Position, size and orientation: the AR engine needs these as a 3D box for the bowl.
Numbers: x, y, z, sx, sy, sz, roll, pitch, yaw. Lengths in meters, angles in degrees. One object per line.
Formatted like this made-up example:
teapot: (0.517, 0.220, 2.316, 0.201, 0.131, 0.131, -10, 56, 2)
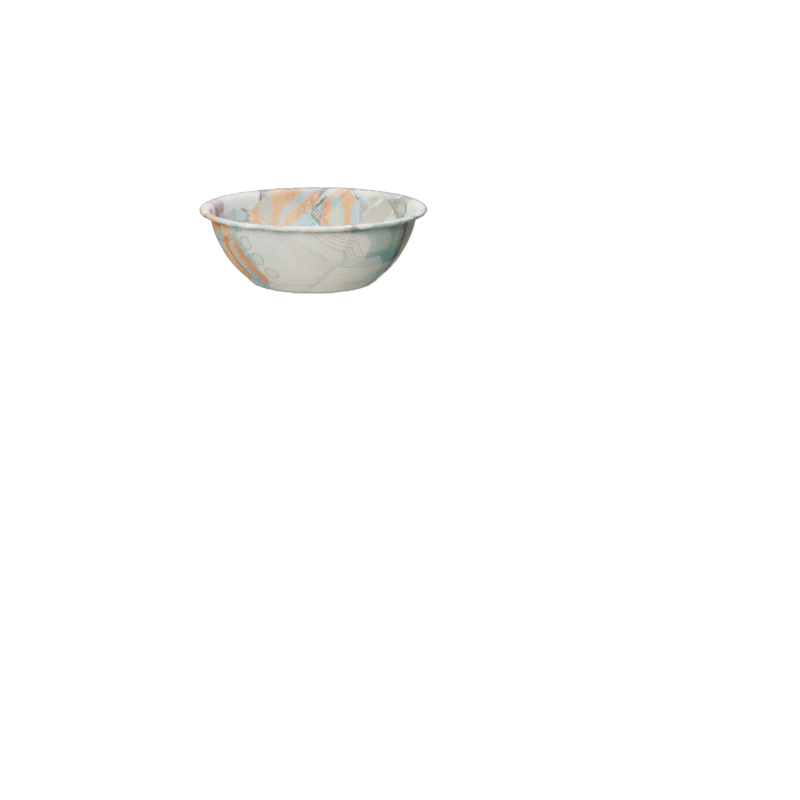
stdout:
bowl: (-0.062, -0.113, 0.795, 0.162, 0.053, 0.168, -1, 19, -2)
